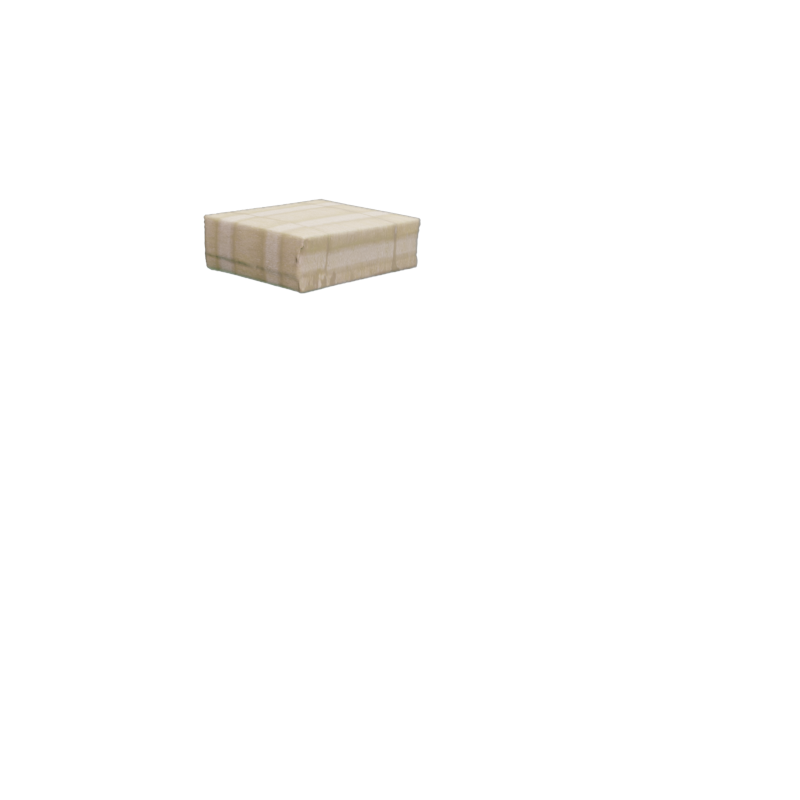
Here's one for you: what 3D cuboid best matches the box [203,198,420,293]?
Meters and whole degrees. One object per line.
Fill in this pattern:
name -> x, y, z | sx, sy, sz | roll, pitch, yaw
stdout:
box -> -0.056, -0.102, 0.712 | 0.095, 0.037, 0.112 | 16, 25, 38
